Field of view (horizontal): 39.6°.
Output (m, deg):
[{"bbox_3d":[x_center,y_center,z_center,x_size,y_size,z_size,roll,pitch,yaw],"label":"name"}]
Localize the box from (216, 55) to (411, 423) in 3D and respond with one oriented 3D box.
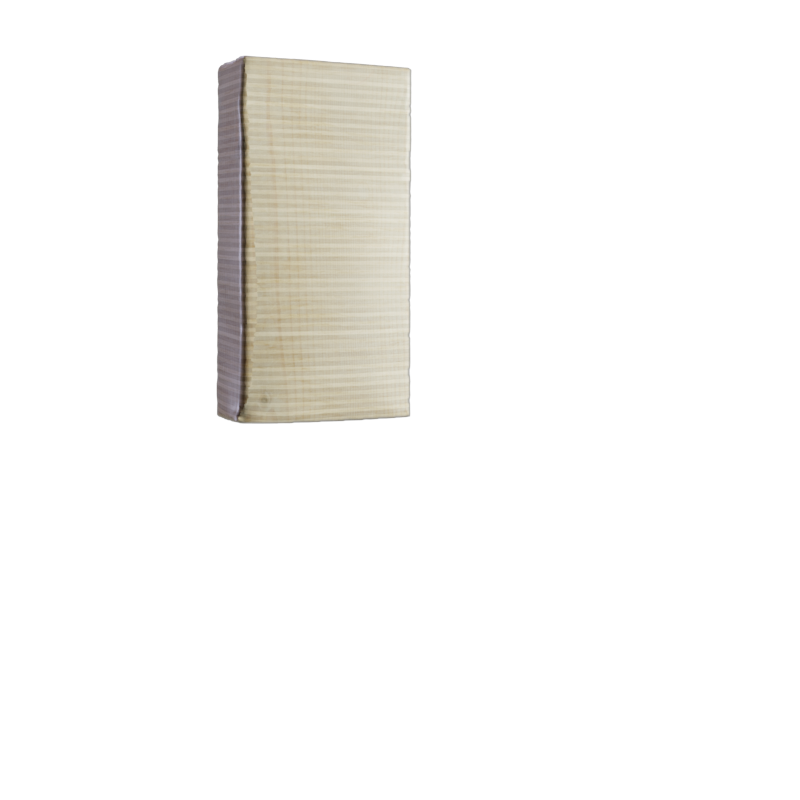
[{"bbox_3d":[-0.043,-0.079,0.554,0.091,0.177,0.049,0,-1,-25],"label":"box"}]
